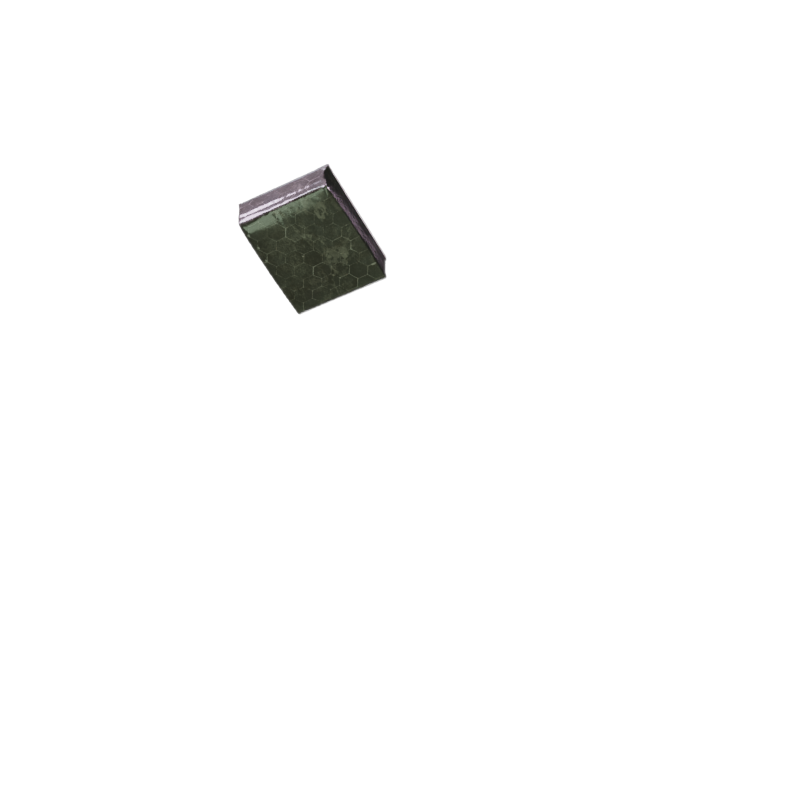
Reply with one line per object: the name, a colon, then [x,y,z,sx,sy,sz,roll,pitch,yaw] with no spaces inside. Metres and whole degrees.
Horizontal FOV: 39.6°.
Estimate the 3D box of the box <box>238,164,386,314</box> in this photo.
box: [-0.075,-0.137,0.961,0.090,0.105,0.042,-22,36,16]
